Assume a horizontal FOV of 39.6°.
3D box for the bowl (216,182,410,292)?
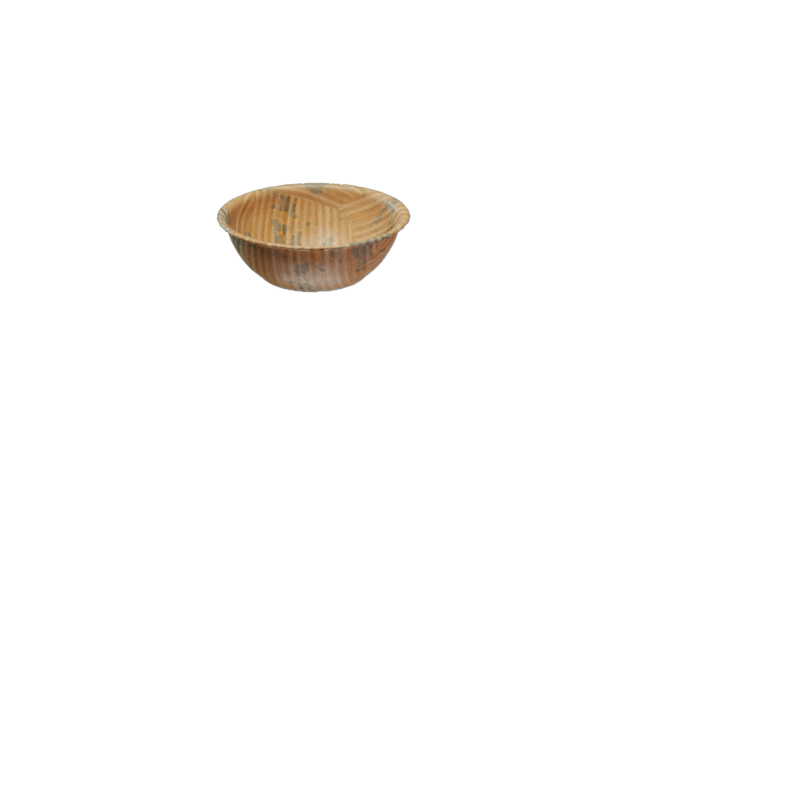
[{"bbox_3d":[-0.073,-0.134,0.936,0.162,0.052,0.171,-1,27,-2],"label":"bowl"}]
